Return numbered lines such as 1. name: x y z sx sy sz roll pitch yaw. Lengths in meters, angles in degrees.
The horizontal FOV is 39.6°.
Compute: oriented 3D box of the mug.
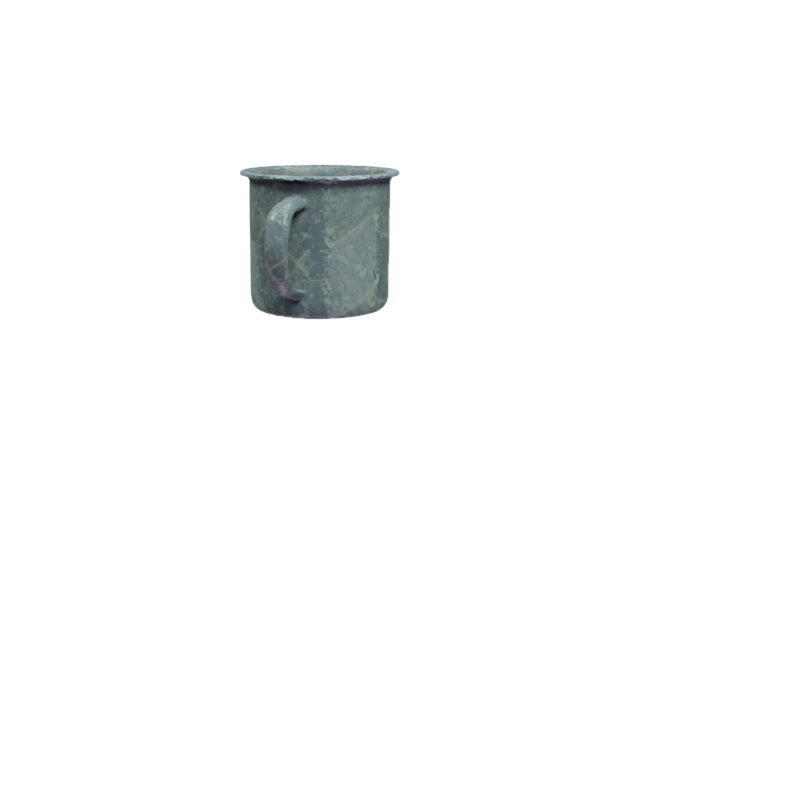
1. mug: -0.050 -0.091 0.640 0.095 0.079 0.118 4 14 14
